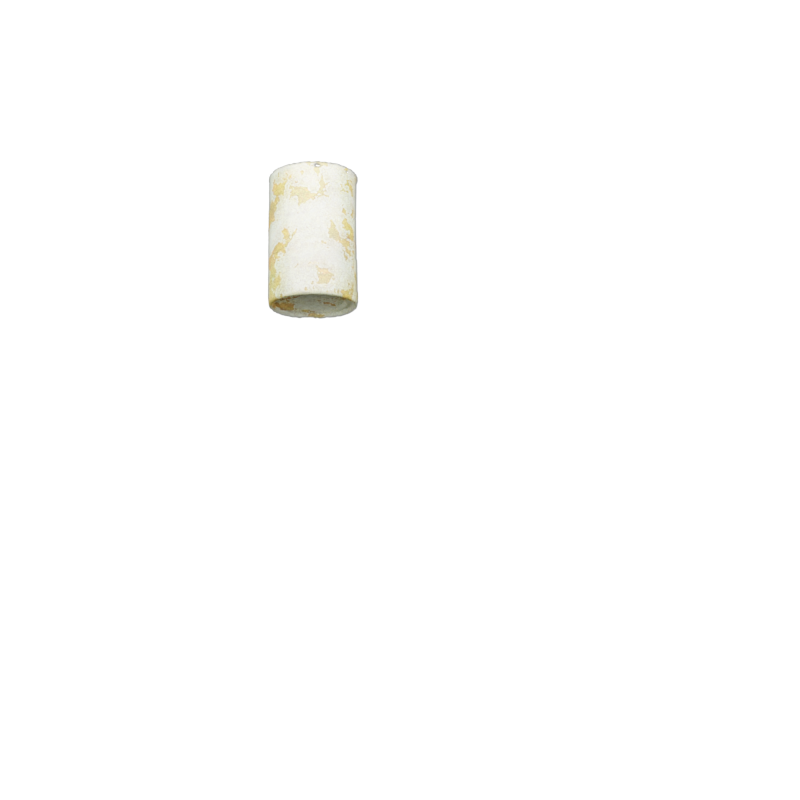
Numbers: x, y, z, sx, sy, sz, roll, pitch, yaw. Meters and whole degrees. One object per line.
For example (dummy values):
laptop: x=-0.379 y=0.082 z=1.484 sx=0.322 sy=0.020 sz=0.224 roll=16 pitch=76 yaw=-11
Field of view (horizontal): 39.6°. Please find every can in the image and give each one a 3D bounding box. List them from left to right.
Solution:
can: x=-0.065 y=-0.118 z=0.829 sx=0.068 sy=0.107 sz=0.066 roll=0 pitch=-17 yaw=-2
